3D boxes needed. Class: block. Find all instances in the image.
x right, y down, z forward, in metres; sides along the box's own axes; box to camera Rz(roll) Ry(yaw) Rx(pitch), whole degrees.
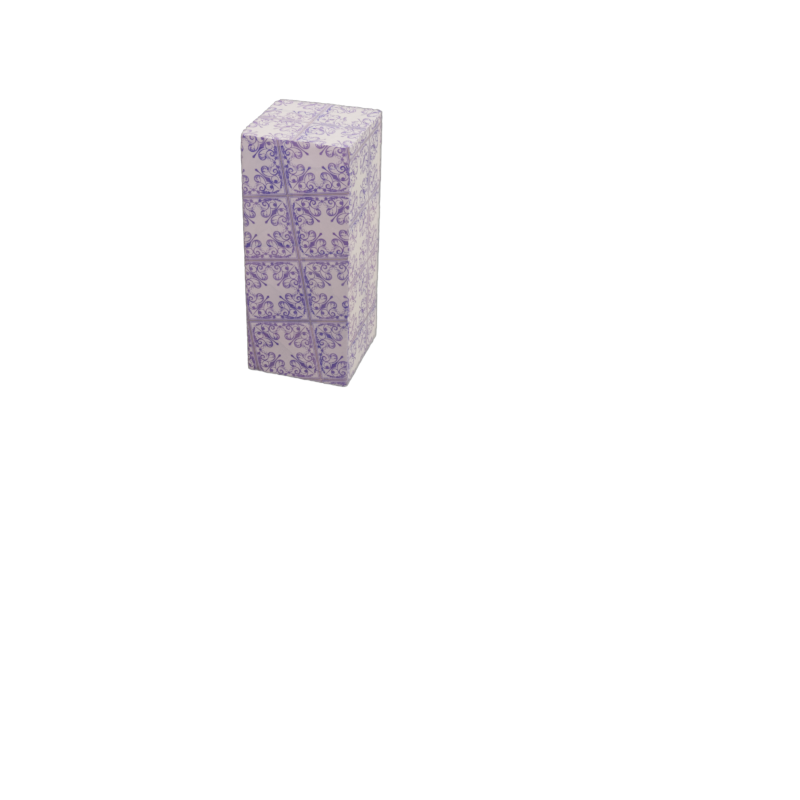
[{"bbox_3d":[-0.071,-0.128,0.894,0.092,0.194,0.094,9,30,13],"label":"block"}]
